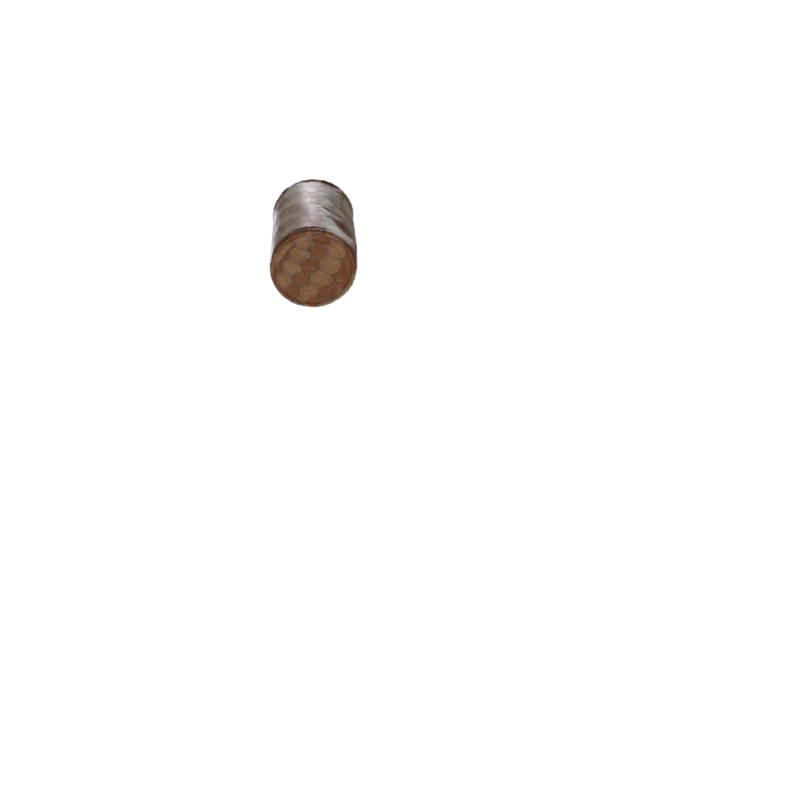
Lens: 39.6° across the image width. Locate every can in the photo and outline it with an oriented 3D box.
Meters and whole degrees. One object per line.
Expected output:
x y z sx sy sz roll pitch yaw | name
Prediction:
-0.069 -0.126 0.884 0.068 0.065 0.109 0 30 -3 | can
